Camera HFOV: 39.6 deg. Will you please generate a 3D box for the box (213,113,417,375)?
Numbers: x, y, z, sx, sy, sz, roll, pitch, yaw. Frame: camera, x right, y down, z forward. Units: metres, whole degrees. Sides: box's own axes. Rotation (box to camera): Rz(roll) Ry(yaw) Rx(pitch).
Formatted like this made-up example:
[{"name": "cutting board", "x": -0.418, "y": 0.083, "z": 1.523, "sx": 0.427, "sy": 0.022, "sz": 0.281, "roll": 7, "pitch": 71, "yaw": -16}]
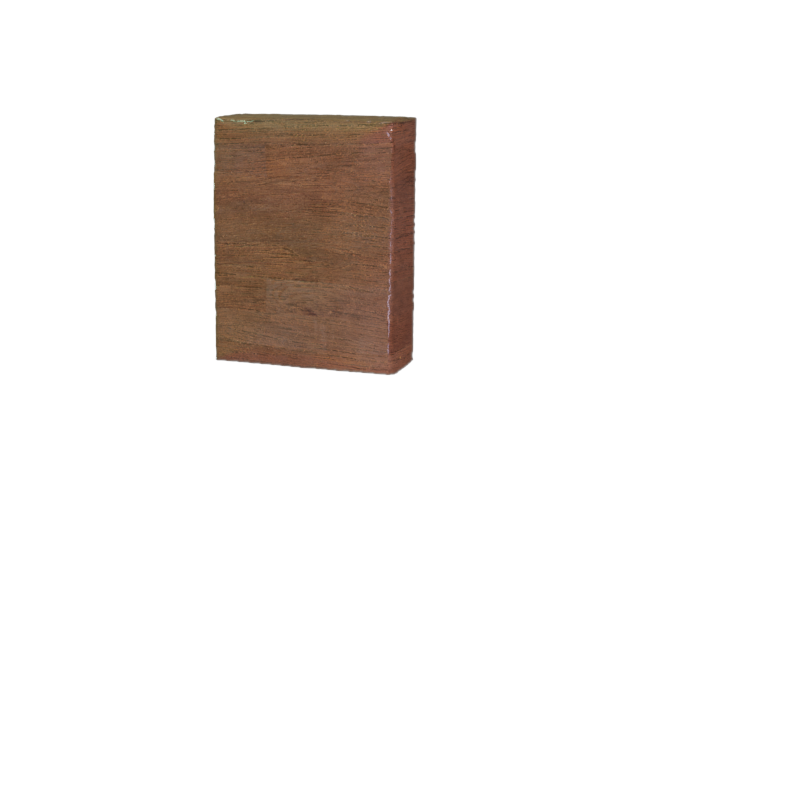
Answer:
[{"name": "box", "x": -0.074, "y": -0.135, "z": 0.946, "sx": 0.169, "sy": 0.209, "sz": 0.071, "roll": 5, "pitch": 11, "yaw": 20}]
